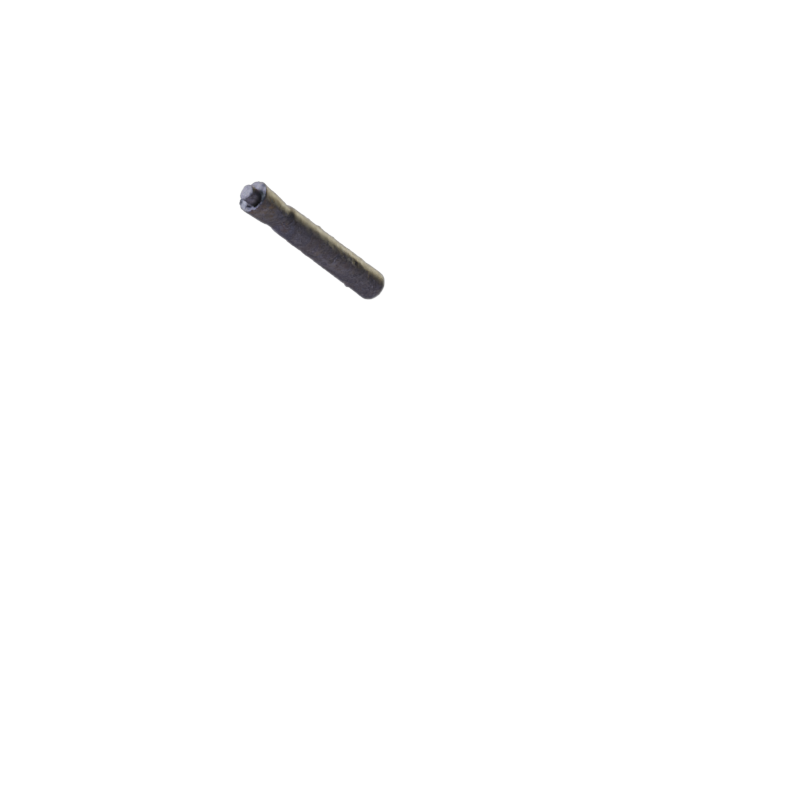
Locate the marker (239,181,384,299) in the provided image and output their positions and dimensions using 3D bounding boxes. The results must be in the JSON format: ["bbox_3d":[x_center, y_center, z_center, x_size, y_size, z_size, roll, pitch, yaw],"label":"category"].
[{"bbox_3d":[-0.049,-0.090,0.631,0.021,0.020,0.112,3,-20,40],"label":"marker"}]
